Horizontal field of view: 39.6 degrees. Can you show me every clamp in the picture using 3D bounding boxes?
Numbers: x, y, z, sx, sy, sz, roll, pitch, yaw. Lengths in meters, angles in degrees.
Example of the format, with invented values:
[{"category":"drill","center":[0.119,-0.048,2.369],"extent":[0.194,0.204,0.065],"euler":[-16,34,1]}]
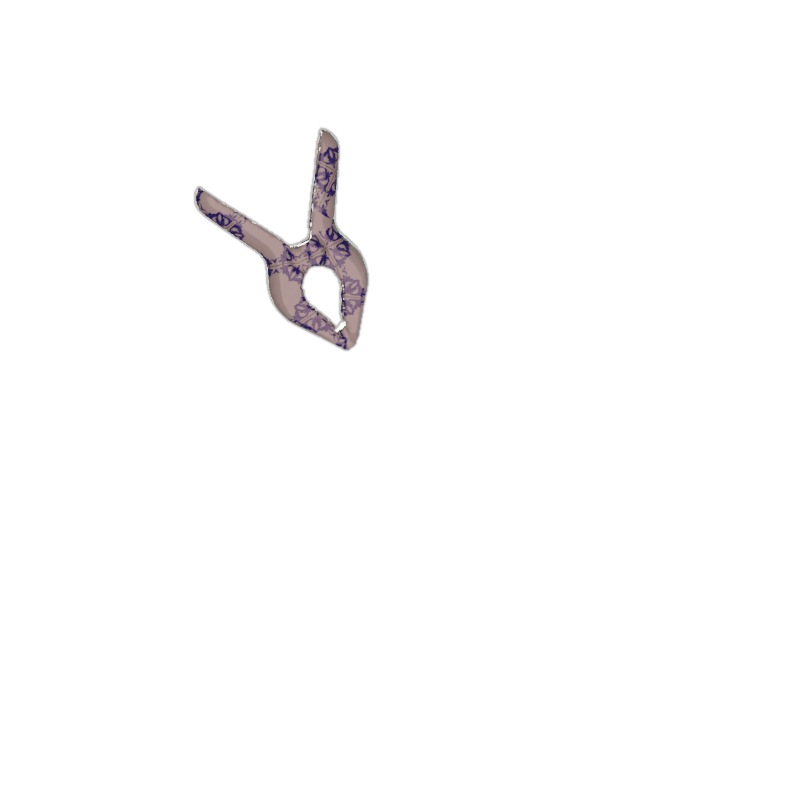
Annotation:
[{"category":"clamp","center":[-0.068,-0.125,0.874],"extent":[0.120,0.168,0.040],"euler":[-33,7,5]}]
